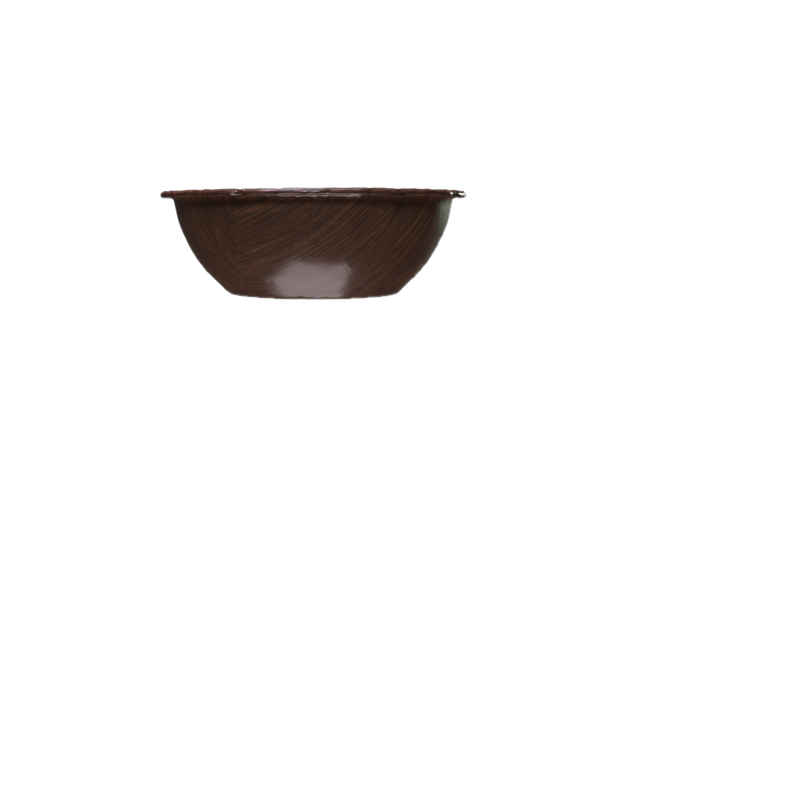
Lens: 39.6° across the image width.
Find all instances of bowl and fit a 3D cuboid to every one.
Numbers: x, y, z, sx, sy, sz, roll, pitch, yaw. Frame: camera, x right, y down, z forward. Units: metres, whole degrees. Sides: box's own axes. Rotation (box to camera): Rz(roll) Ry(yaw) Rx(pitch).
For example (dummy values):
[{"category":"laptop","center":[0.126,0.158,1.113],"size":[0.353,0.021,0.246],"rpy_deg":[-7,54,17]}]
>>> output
[{"category":"bowl","center":[-0.046,-0.084,0.591],"size":[0.162,0.054,0.165],"rpy_deg":[0,9,-2]}]
